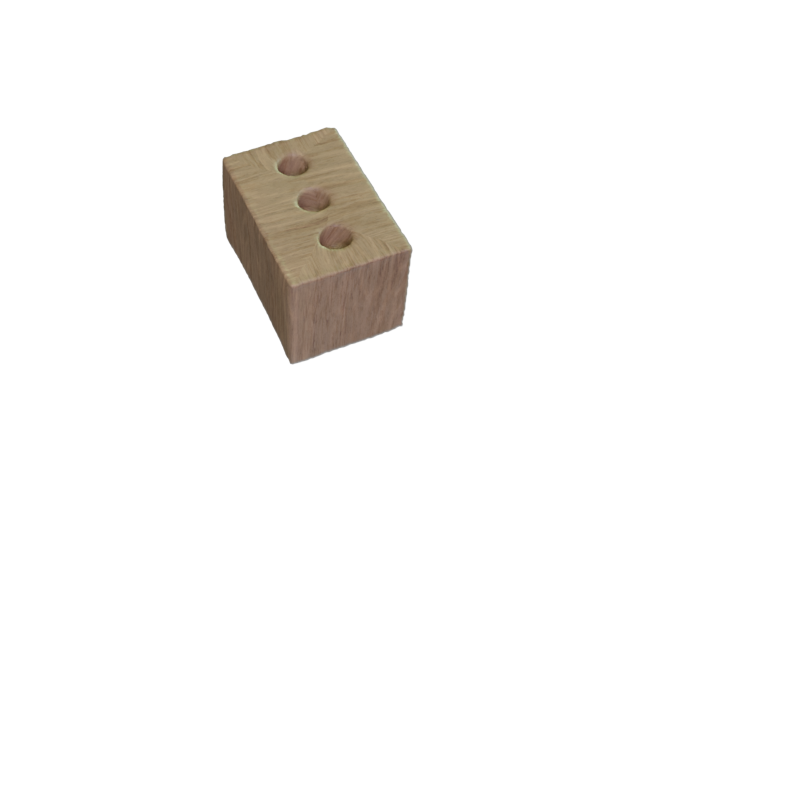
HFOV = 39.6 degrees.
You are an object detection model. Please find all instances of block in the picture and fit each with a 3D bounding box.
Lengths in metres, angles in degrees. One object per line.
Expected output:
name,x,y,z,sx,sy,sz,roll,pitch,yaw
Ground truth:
block,-0.036,-0.065,0.456,0.052,0.084,0.048,-19,-36,-16
